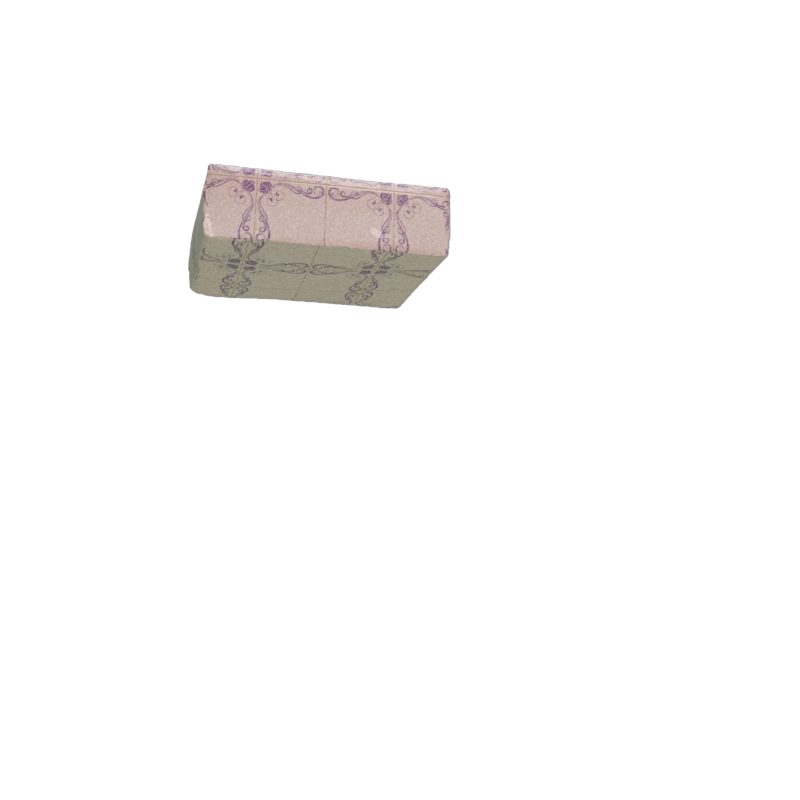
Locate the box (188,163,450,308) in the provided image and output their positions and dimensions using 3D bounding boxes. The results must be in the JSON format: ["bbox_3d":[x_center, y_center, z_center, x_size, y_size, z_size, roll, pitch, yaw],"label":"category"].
[{"bbox_3d":[-0.041,-0.075,0.528,0.112,0.040,0.088,3,-14,-12],"label":"box"}]
